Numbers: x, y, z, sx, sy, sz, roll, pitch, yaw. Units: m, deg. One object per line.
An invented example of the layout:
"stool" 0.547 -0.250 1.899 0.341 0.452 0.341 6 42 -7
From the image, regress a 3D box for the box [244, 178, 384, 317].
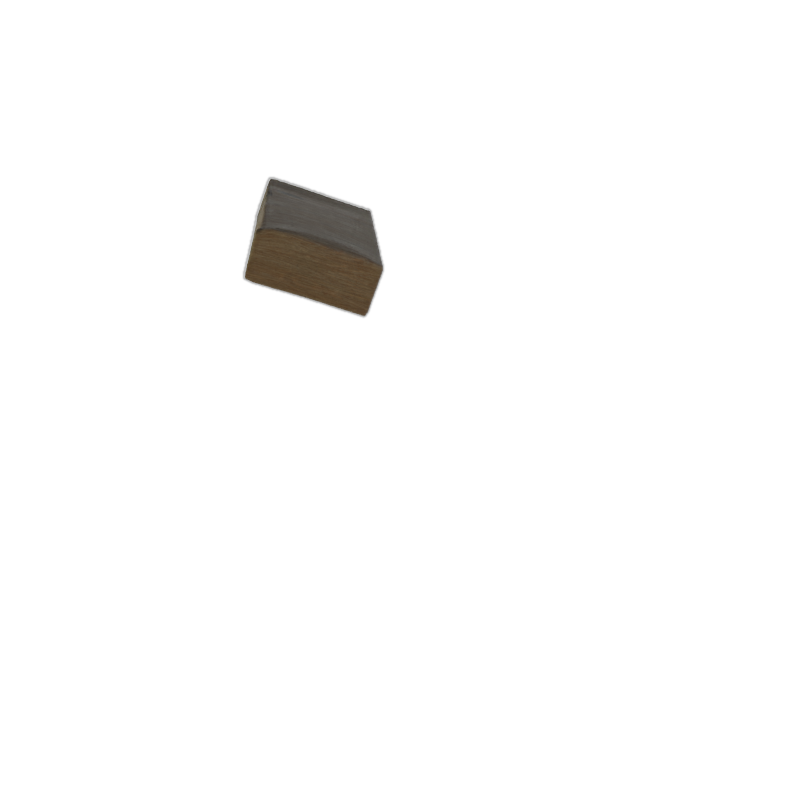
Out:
"box" -0.066 -0.121 0.848 0.092 0.047 0.183 17 17 -9
